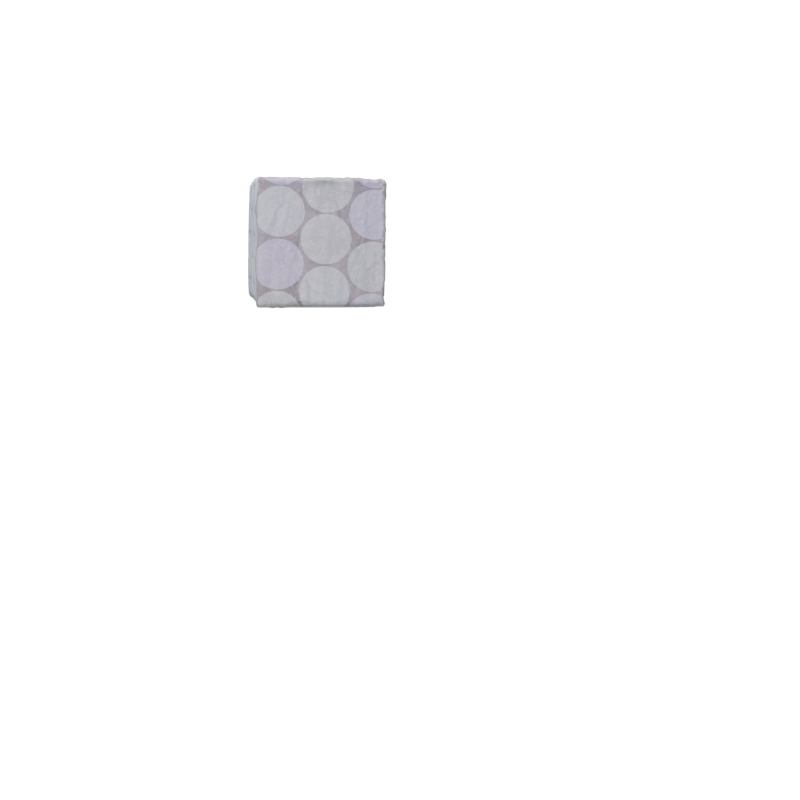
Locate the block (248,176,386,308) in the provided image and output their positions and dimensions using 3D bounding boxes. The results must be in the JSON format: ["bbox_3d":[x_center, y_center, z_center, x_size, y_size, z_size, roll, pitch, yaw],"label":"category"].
[{"bbox_3d":[-0.037,-0.067,0.469,0.052,0.051,0.079,-1,6,-9],"label":"block"}]
